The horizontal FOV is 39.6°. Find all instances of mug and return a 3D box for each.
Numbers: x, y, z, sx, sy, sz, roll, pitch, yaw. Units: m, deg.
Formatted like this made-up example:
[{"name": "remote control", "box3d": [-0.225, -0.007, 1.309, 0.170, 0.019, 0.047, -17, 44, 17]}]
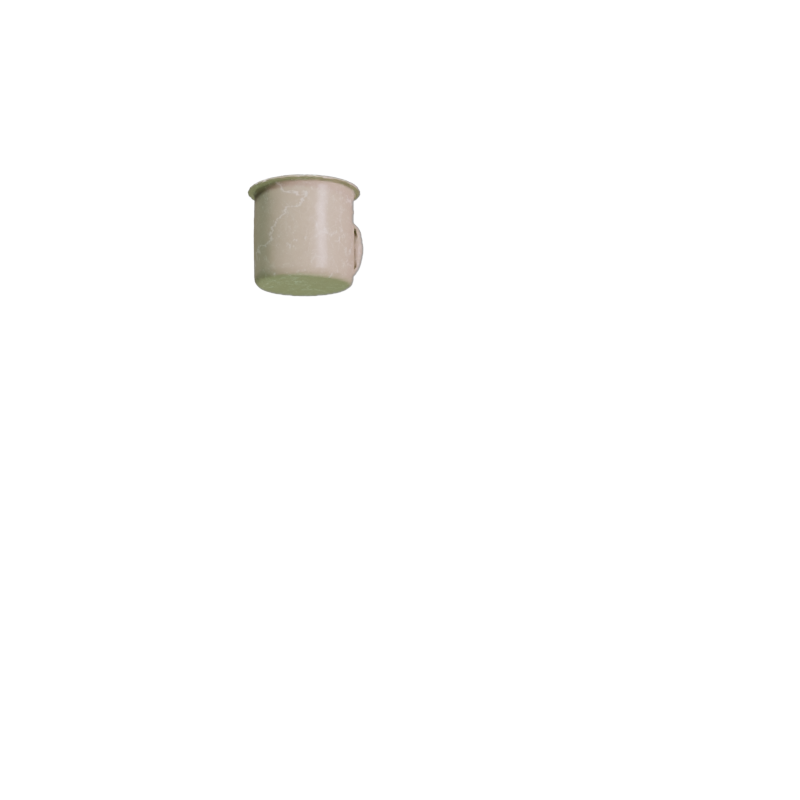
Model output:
[{"name": "mug", "box3d": [-0.072, -0.131, 0.919, 0.095, 0.084, 0.111, -8, -13, 36]}]
